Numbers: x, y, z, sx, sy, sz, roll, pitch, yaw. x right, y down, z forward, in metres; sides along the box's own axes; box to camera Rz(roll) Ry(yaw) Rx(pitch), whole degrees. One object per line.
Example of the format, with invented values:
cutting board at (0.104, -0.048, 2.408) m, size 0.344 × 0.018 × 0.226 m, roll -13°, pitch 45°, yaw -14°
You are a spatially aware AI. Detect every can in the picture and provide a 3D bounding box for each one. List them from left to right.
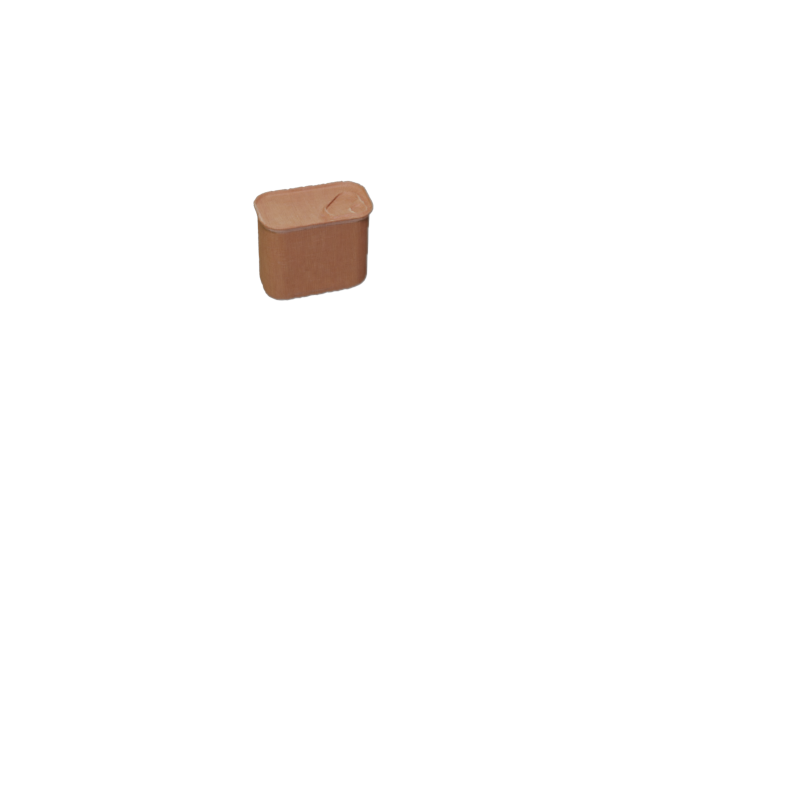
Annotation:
can at (-0.077, -0.141, 0.988) m, size 0.101 × 0.078 × 0.062 m, roll -10°, pitch 42°, yaw -13°
